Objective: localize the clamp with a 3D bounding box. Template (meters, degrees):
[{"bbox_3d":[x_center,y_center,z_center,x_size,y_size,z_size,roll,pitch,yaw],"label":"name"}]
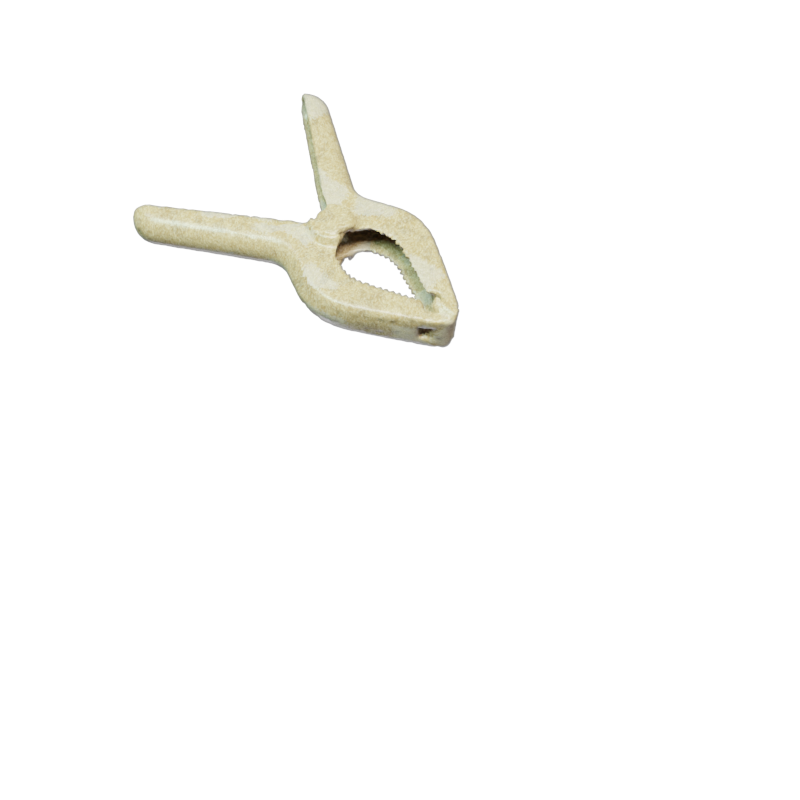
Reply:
[{"bbox_3d":[-0.055,-0.100,0.699,0.165,0.224,0.034,-34,-29,-22],"label":"clamp"}]
